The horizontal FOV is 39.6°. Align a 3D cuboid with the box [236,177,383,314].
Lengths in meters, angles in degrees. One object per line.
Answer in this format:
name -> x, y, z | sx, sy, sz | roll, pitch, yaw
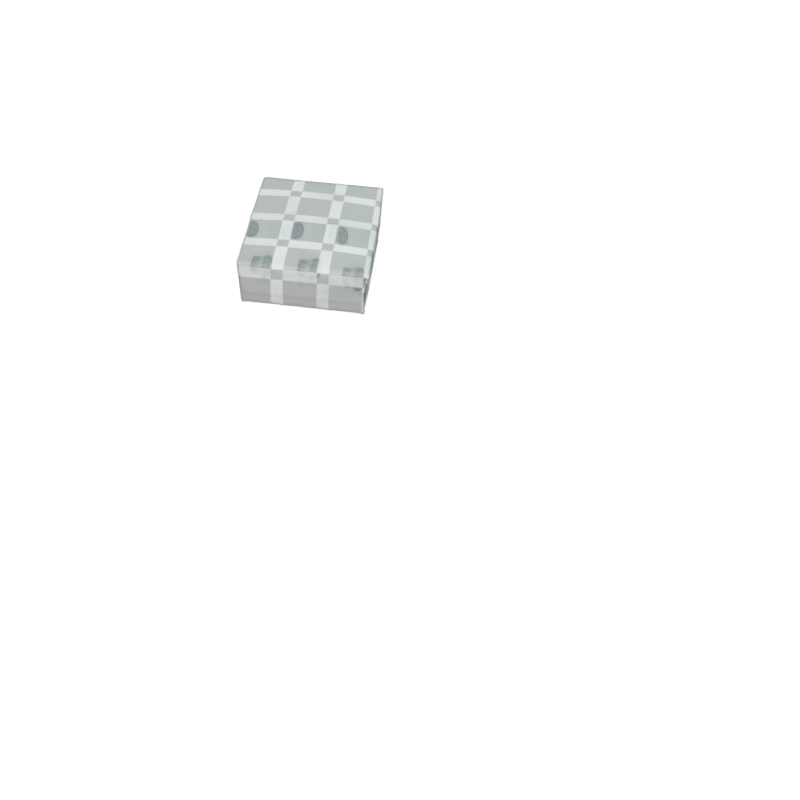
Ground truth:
box -> -0.062, -0.112, 0.785 | 0.090, 0.036, 0.121 | 4, 42, 4
